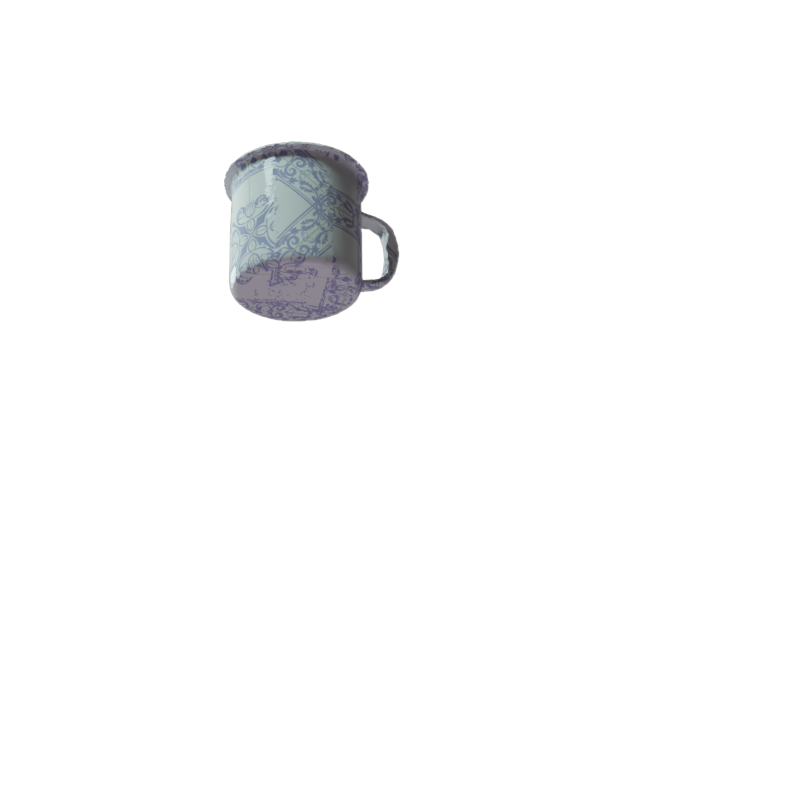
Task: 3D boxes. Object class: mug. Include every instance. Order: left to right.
[{"bbox_3d":[-0.054,-0.099,0.695,0.112,0.087,0.091,13,-30,-25],"label":"mug"}]
